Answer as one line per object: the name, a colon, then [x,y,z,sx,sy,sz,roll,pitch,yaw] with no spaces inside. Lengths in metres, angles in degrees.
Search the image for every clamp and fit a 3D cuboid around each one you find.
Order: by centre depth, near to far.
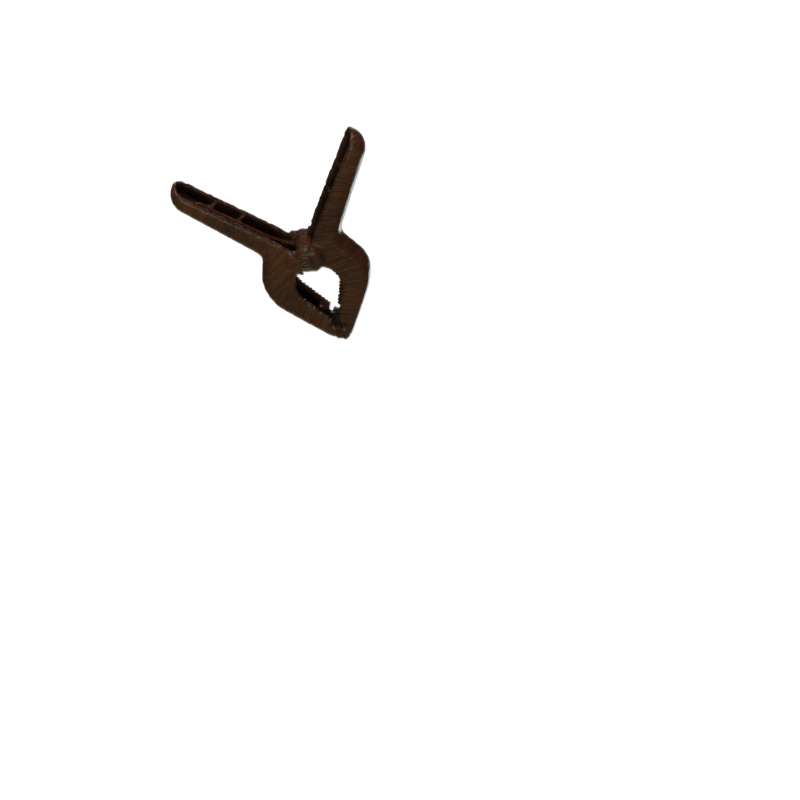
clamp: [-0.073,-0.134,0.937,0.165,0.039,0.194,-19,-49,17]
